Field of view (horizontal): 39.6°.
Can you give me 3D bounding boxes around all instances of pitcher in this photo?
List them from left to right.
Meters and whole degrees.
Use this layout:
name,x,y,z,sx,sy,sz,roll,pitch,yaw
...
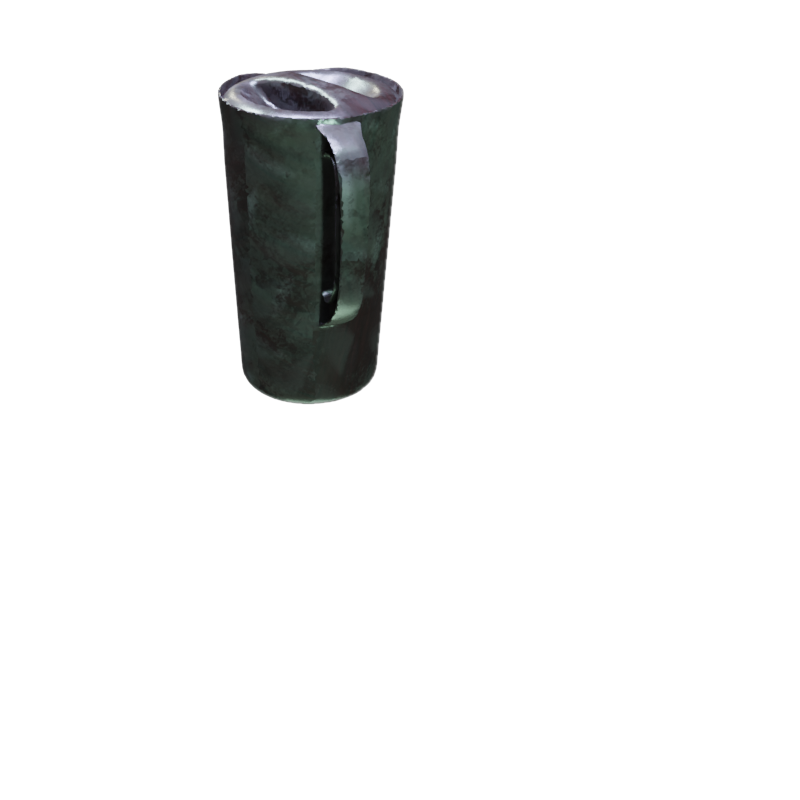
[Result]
name,x,y,z,sx,sy,sz,roll,pitch,yaw
pitcher,-0.065,-0.119,0.830,0.151,0.230,0.152,13,29,22
